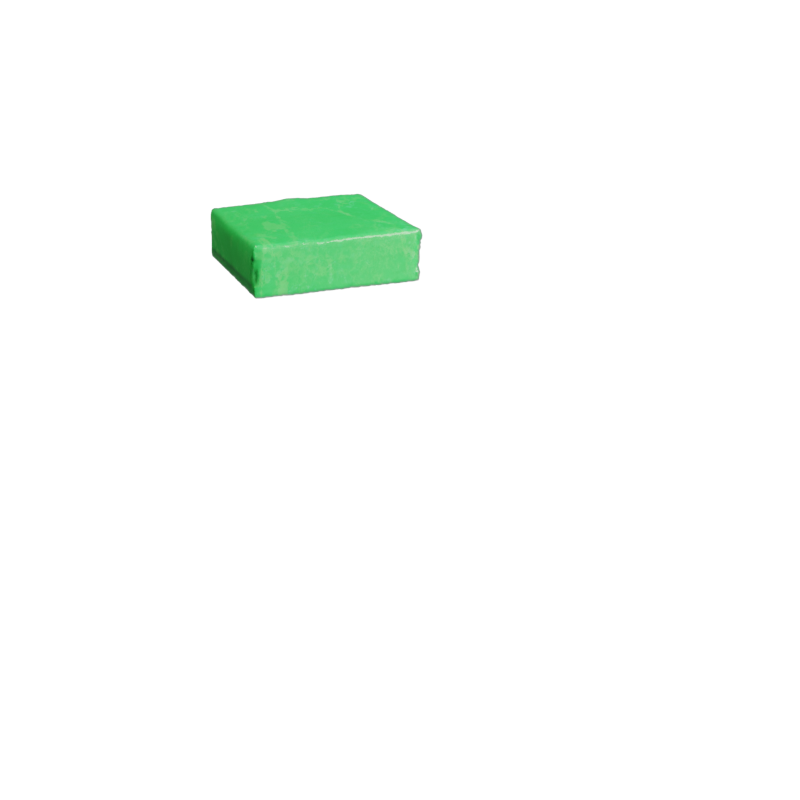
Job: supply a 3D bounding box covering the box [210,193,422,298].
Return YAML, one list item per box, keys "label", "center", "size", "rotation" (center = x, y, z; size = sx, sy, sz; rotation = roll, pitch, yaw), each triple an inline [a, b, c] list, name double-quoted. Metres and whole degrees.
- label: "box"
  center: [-0.044, -0.080, 0.563]
  size: [0.087, 0.029, 0.078]
  rotation: [-10, 25, -21]
